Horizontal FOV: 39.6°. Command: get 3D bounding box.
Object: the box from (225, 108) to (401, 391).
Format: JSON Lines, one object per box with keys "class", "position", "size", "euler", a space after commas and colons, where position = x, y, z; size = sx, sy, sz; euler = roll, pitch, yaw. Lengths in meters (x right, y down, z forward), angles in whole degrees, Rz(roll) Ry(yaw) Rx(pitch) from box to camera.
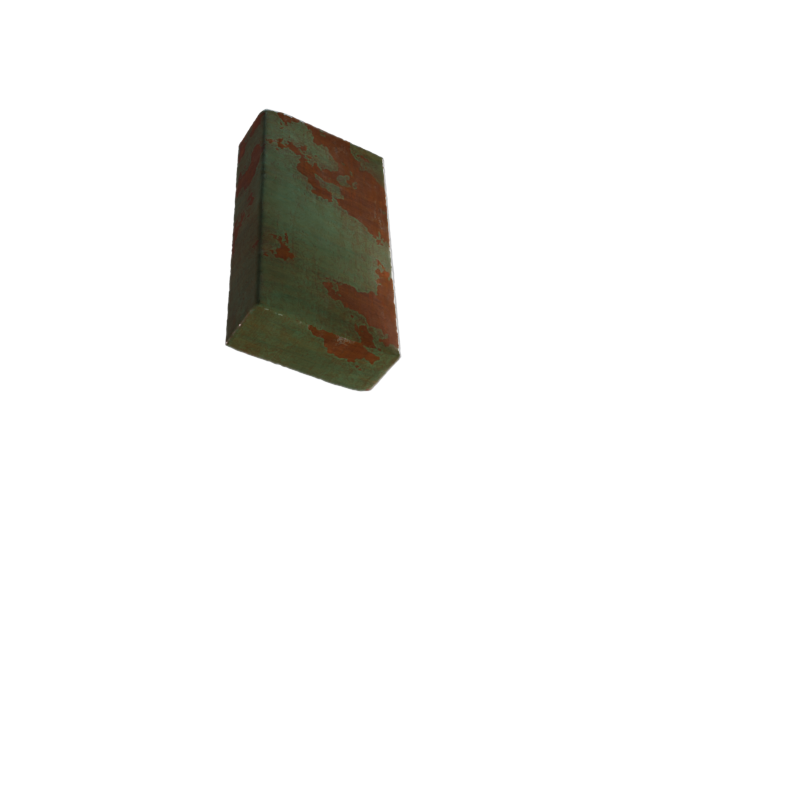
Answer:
{"class": "box", "position": [-0.052, -0.095, 0.666], "size": [0.089, 0.189, 0.047], "euler": [19, -45, -24]}
